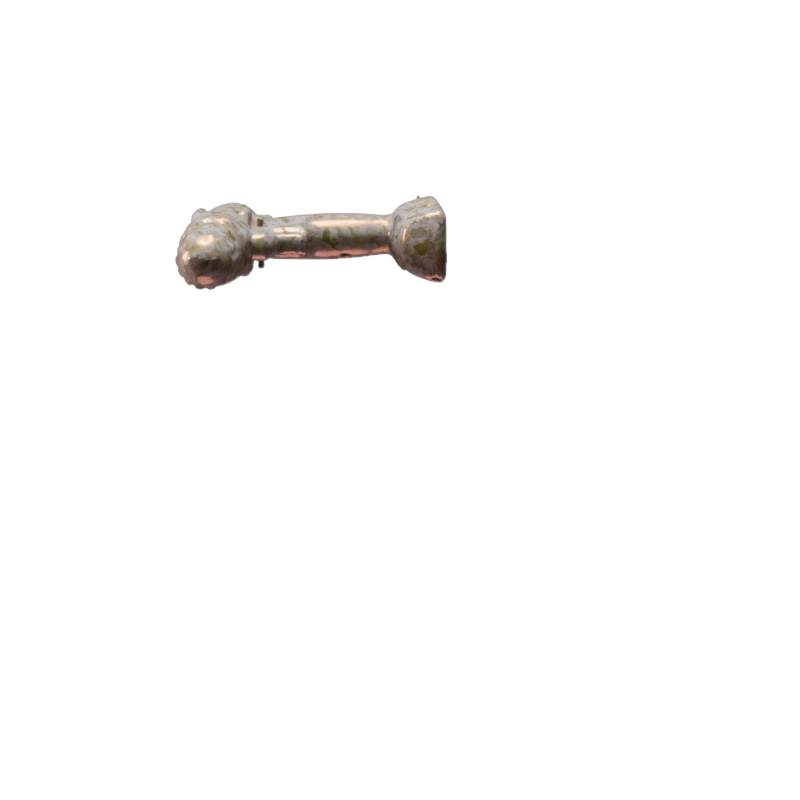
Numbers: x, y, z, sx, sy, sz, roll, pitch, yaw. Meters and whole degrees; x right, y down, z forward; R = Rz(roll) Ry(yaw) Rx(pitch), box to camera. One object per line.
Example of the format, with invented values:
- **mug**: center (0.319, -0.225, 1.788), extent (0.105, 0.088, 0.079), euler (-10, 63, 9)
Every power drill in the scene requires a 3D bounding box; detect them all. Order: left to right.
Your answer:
- **power drill**: center (-0.063, -0.114, 0.799), extent (0.188, 0.056, 0.190), euler (0, 17, 0)
